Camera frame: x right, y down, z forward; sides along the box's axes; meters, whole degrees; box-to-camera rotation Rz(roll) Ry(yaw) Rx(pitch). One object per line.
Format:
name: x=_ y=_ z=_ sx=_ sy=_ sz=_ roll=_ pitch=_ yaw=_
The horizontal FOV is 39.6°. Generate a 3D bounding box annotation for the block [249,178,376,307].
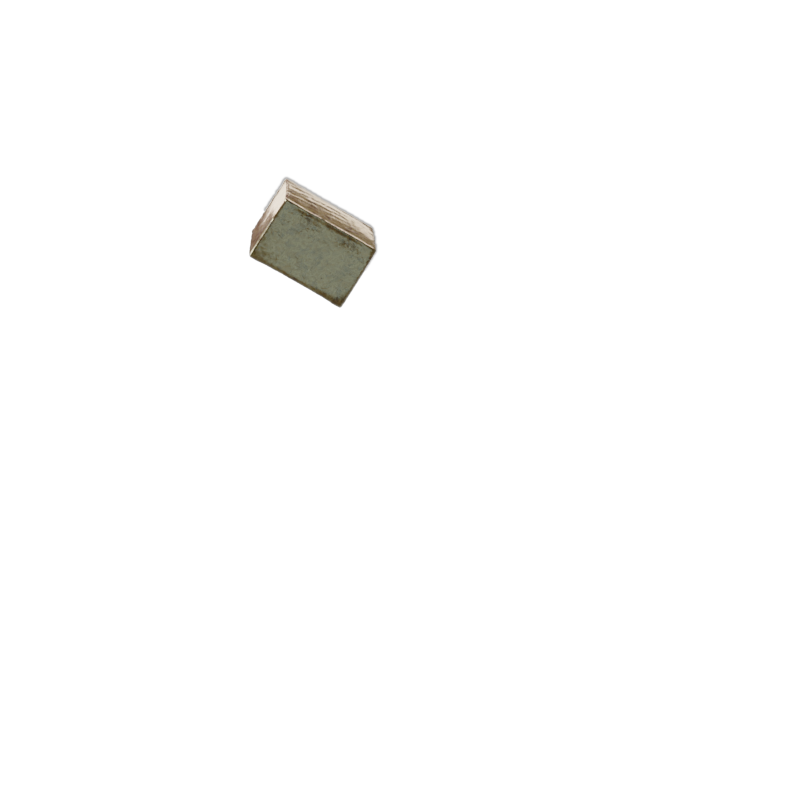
block: x=-0.063 y=-0.115 z=0.804 sx=0.076 sy=0.052 sz=0.054 roll=30 pitch=19 yaw=-13
